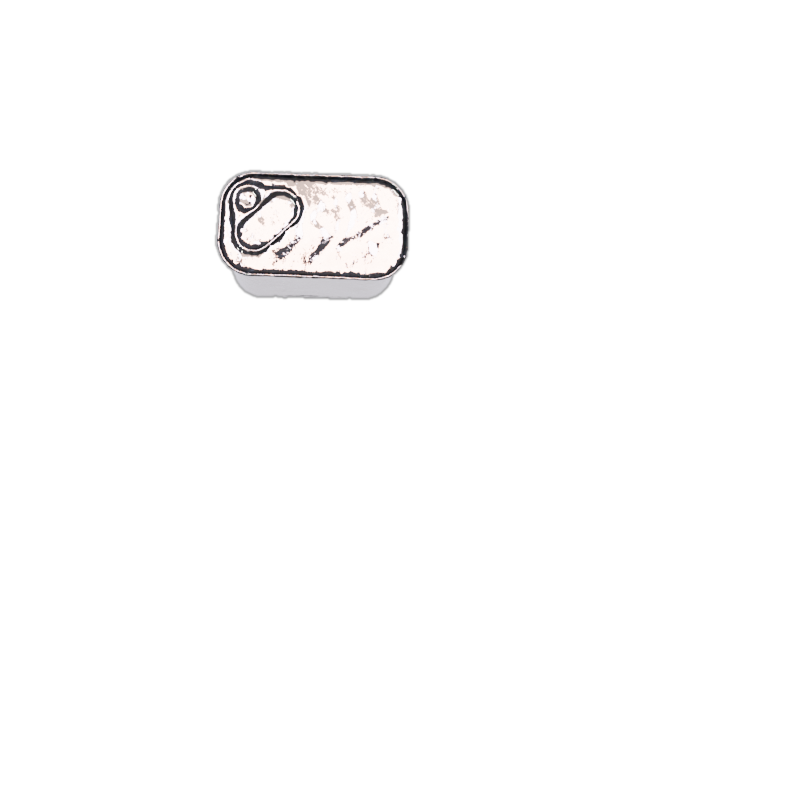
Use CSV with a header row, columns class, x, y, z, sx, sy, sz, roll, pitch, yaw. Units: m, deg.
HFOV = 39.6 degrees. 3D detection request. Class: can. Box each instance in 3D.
class,x,y,z,sx,sy,sz,roll,pitch,yaw
can,-0.049,-0.090,0.628,0.102,0.059,0.082,2,-7,-1
